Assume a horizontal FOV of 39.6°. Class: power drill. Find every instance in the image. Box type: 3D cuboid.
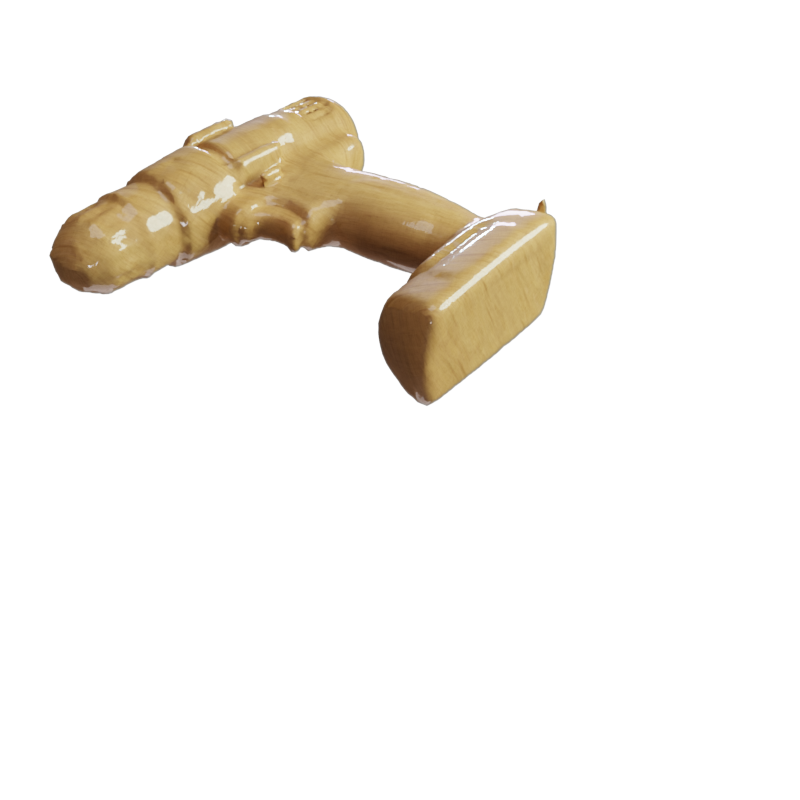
[{"bbox_3d":[-0.040,-0.073,0.510,0.199,0.053,0.186,30,49,30],"label":"power drill"}]
